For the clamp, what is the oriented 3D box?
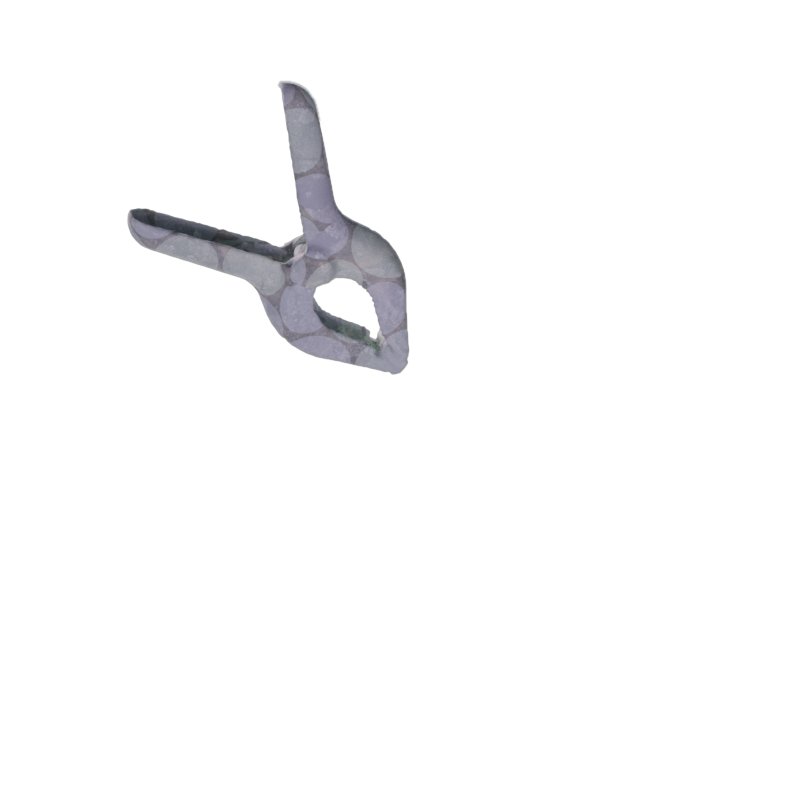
[{"bbox_3d":[-0.047,-0.085,0.598,0.164,0.118,0.042,37,24,-20],"label":"clamp"}]
